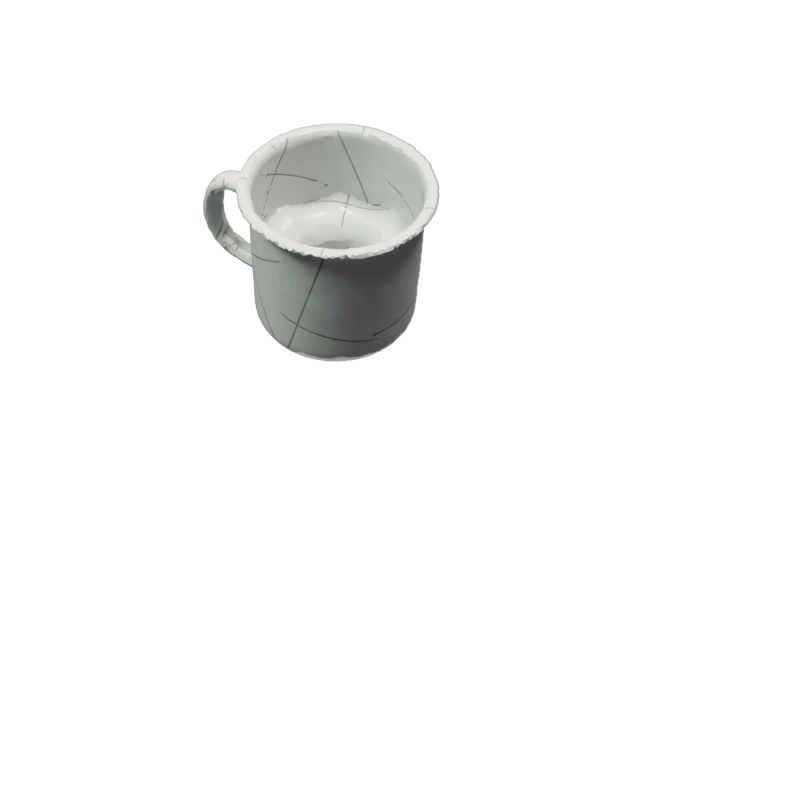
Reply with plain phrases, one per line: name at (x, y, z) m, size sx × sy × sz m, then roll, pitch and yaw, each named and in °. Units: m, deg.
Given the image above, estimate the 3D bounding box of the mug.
mug at (-0.042, -0.077, 0.537) m, size 0.120 × 0.097 × 0.076 m, roll 16°, pitch -40°, yaw 13°
